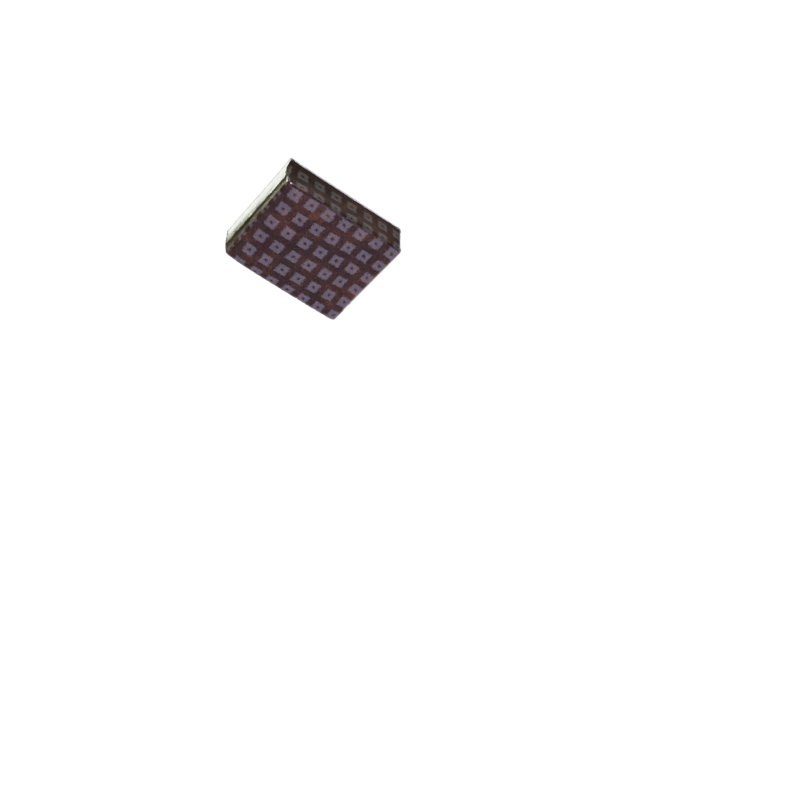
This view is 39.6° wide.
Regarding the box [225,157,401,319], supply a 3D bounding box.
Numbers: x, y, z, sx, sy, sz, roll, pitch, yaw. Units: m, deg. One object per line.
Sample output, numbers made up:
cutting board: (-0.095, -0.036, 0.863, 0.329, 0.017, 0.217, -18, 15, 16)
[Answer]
box: (-0.069, -0.126, 0.881, 0.108, 0.042, 0.088, 31, -58, -23)
